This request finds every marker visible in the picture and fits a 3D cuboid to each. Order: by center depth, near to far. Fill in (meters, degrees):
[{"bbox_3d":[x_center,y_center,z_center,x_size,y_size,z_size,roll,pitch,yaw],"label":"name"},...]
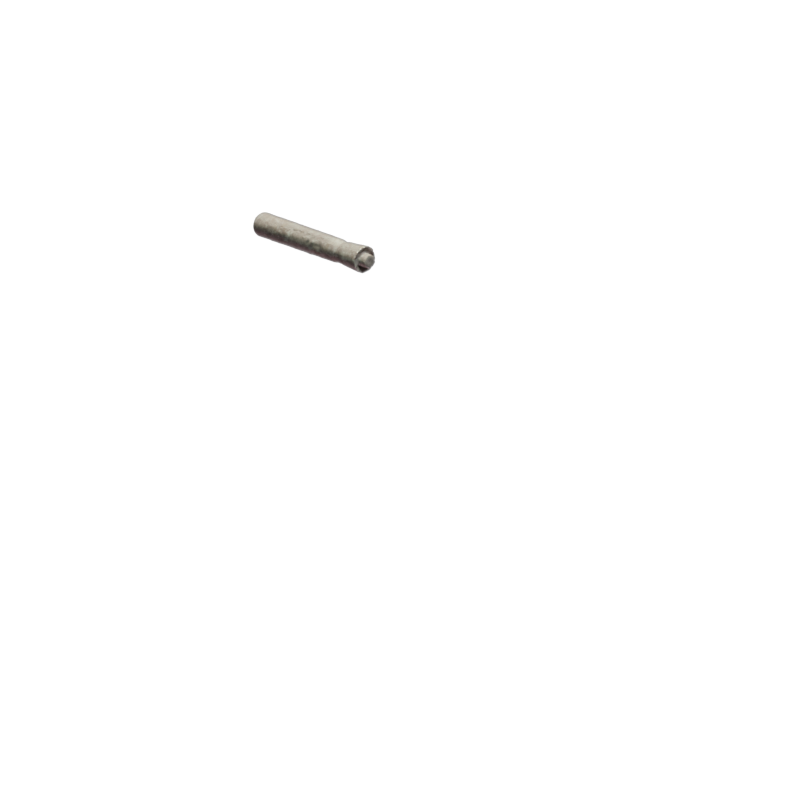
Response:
[{"bbox_3d":[-0.061,-0.112,0.786,0.019,0.019,0.129,-3,20,-42],"label":"marker"}]
